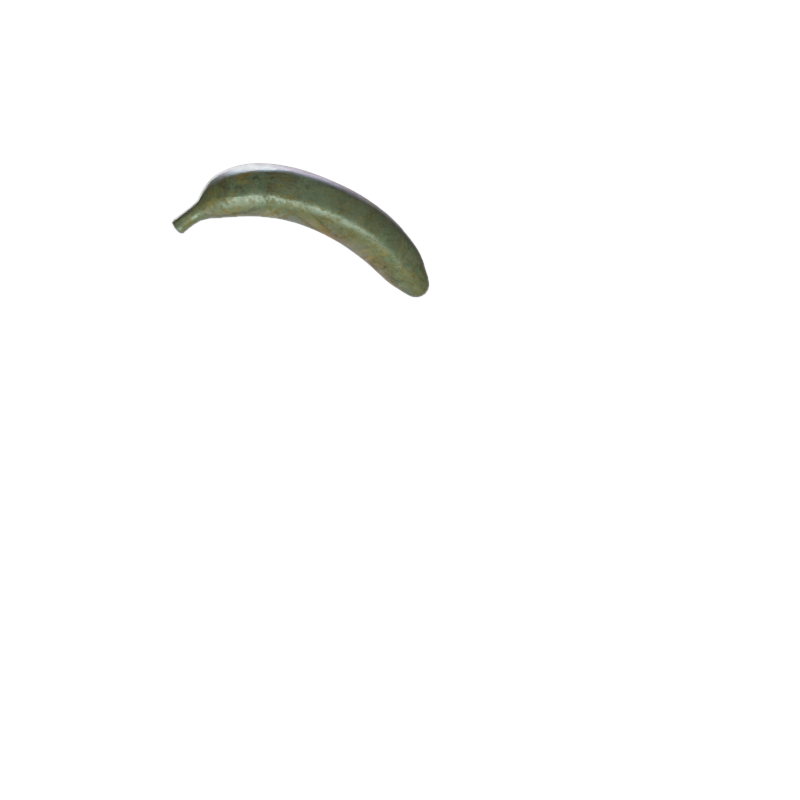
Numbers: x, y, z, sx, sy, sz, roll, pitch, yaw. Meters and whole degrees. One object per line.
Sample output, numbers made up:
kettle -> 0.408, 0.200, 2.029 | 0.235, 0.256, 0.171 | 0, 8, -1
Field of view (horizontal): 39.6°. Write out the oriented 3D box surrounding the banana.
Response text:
banana -> -0.059, -0.128, 0.797 | 0.192, 0.067, 0.039 | 16, 41, -14
